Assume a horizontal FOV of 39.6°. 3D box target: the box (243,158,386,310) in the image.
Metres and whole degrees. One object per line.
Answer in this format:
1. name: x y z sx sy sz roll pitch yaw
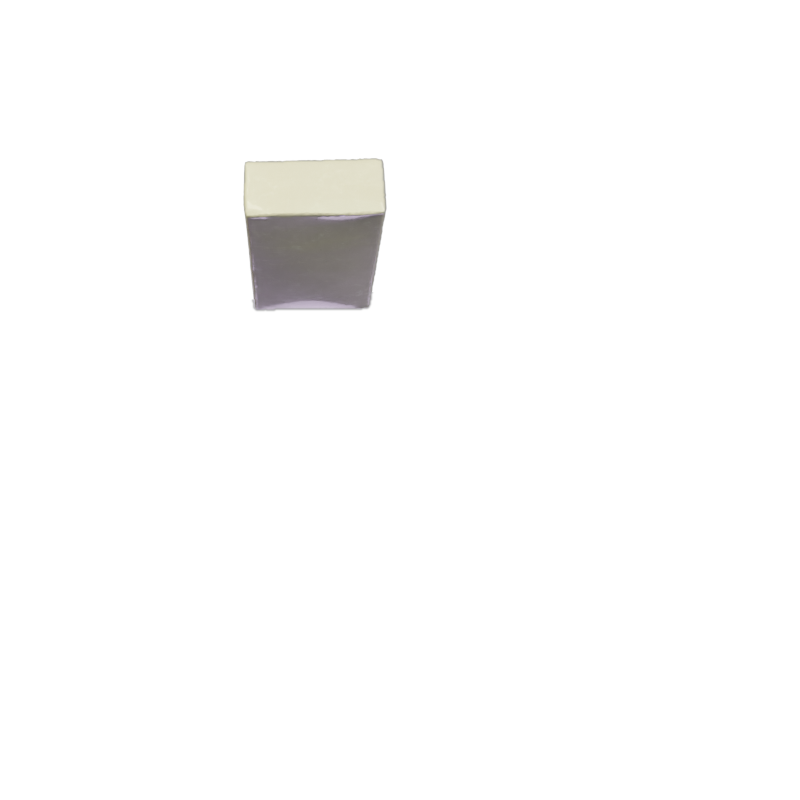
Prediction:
1. box: -0.062 -0.112 0.788 0.093 0.050 0.169 -1 -14 -4
